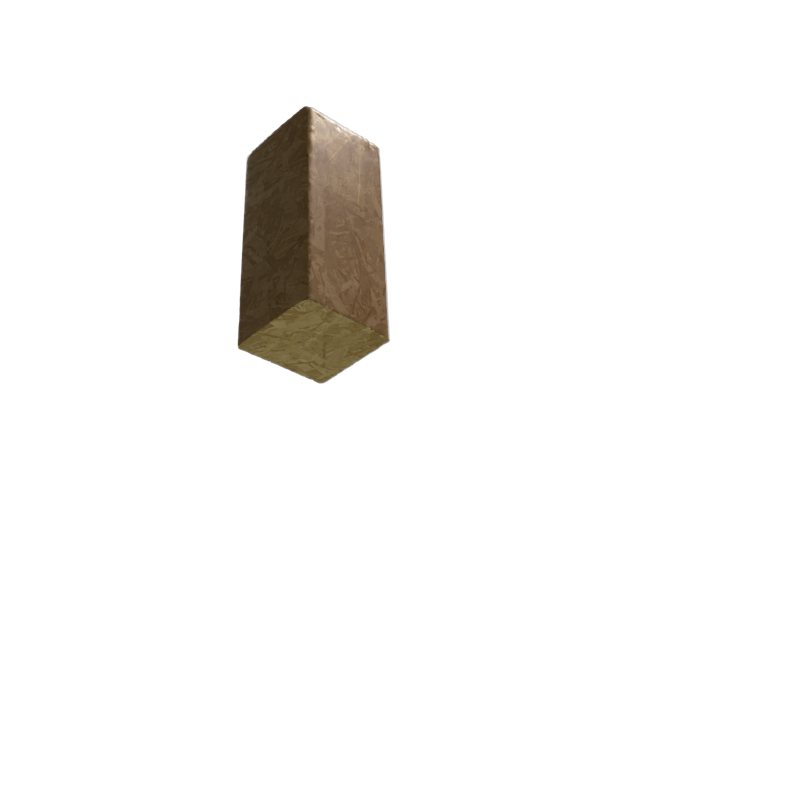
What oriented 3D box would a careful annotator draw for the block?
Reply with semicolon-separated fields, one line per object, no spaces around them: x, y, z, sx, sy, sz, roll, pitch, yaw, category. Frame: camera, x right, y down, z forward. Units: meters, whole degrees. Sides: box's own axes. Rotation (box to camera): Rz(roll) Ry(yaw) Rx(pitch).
-0.073;-0.134;0.938;0.085;0.221;0.089;26;-44;-34;block
